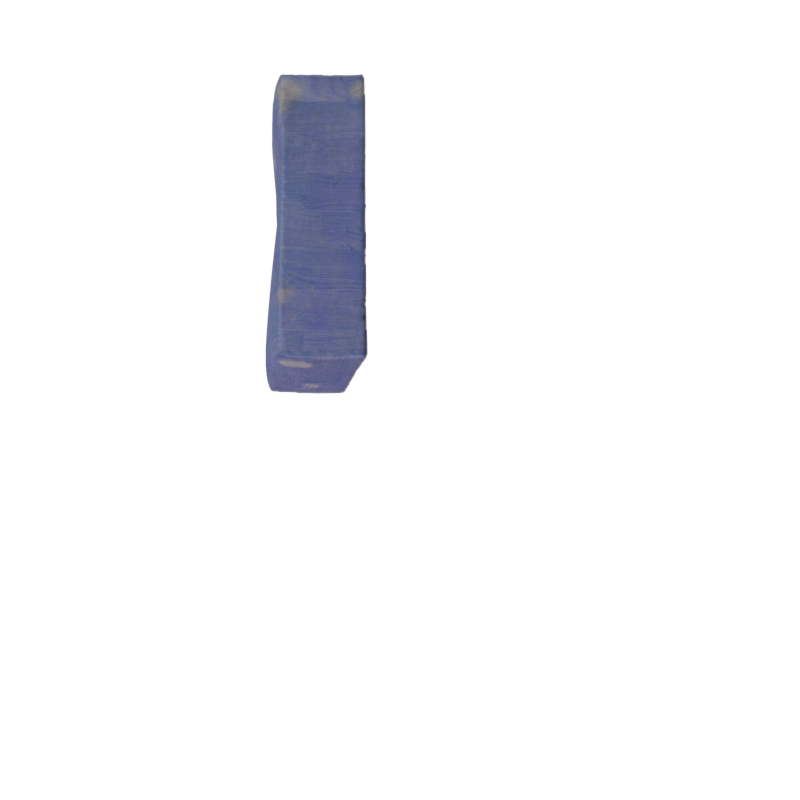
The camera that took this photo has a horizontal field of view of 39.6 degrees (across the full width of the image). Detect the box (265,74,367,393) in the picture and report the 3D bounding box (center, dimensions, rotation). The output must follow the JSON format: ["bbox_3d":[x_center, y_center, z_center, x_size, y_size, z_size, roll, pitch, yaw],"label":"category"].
[{"bbox_3d":[-0.067,-0.123,0.859,0.071,0.221,0.160,1,-13,-7],"label":"box"}]
